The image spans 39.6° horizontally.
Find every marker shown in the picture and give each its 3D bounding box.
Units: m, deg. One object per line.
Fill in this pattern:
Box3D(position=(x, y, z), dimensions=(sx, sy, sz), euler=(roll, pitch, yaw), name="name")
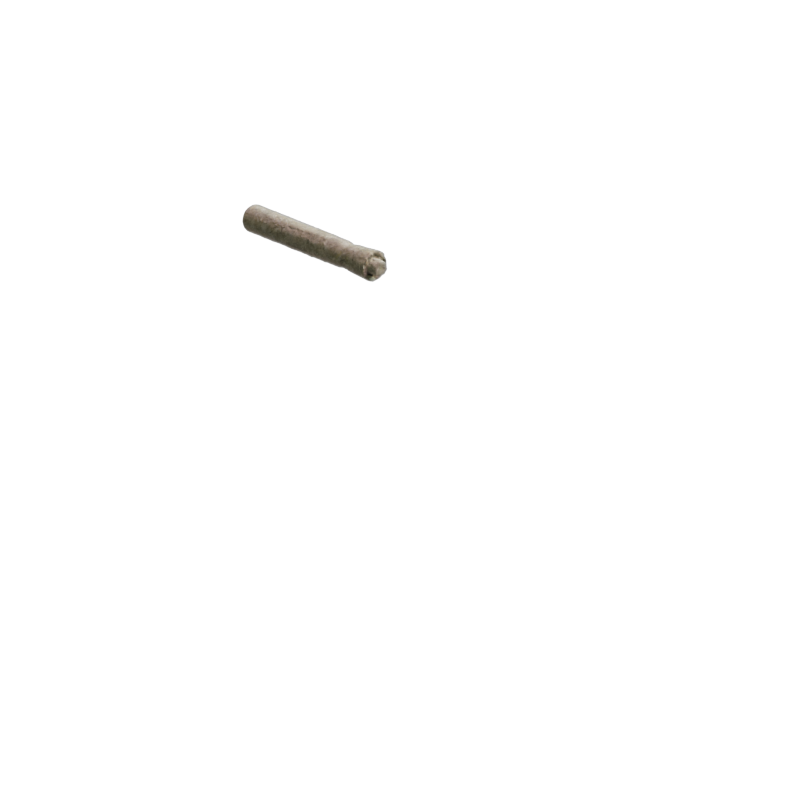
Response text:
Box3D(position=(-0.053, -0.097, 0.682), dimensions=(0.019, 0.019, 0.129), euler=(-4, 22, -44), name="marker")
